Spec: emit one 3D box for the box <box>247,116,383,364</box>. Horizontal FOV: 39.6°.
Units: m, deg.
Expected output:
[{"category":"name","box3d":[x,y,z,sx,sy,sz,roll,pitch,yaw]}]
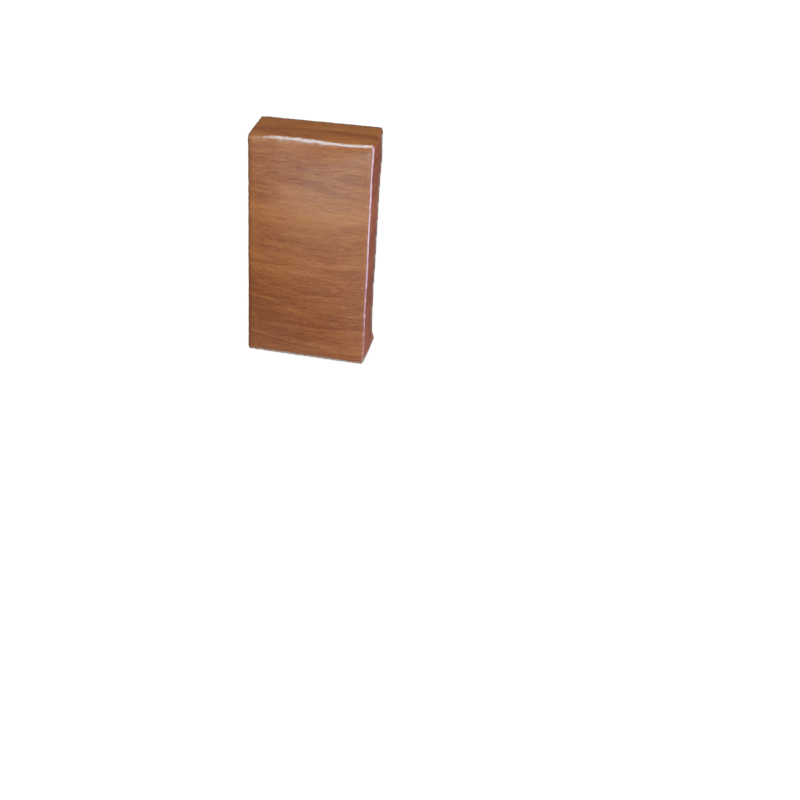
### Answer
[{"category":"box","box3d":[-0.064,-0.117,0.817,0.095,0.166,0.050,8,30,10]}]
